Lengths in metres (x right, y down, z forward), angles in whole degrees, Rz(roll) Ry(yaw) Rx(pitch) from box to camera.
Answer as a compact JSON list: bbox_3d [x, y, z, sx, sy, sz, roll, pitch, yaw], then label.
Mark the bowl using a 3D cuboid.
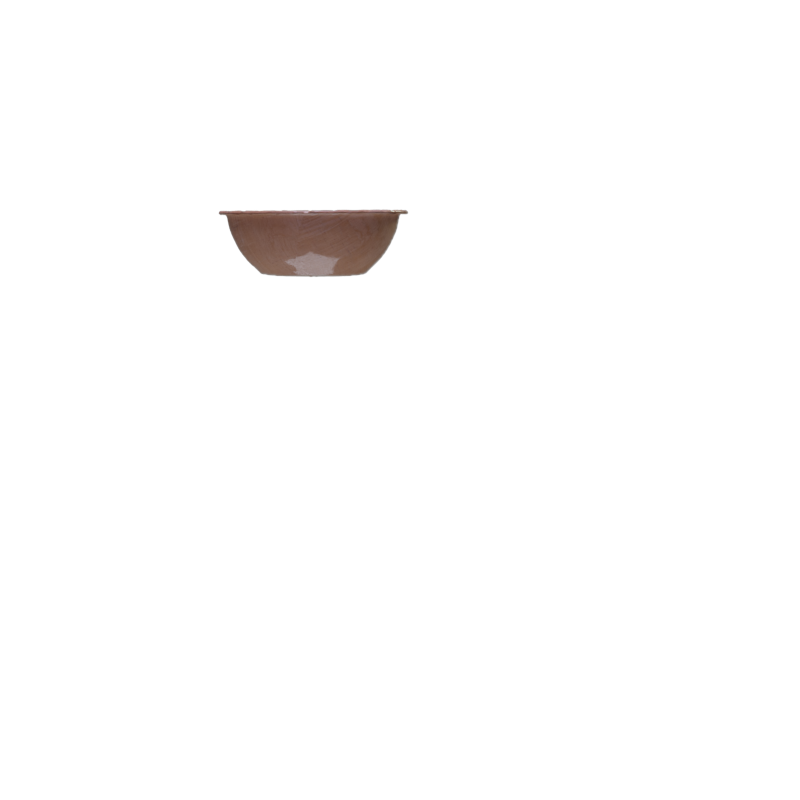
[{"bbox_3d":[-0.074,-0.135,0.947,0.162,0.054,0.165,0,9,-2],"label":"bowl"}]
